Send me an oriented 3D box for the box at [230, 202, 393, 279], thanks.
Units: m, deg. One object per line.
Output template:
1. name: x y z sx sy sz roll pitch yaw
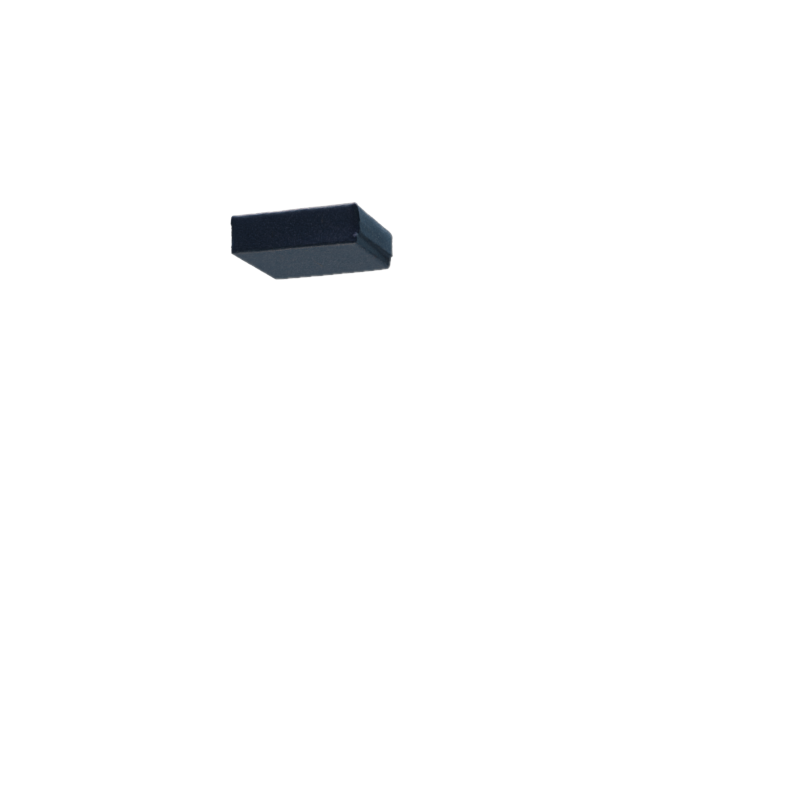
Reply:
1. box: -0.058 -0.105 0.737 0.091 0.031 0.069 -3 -10 20
